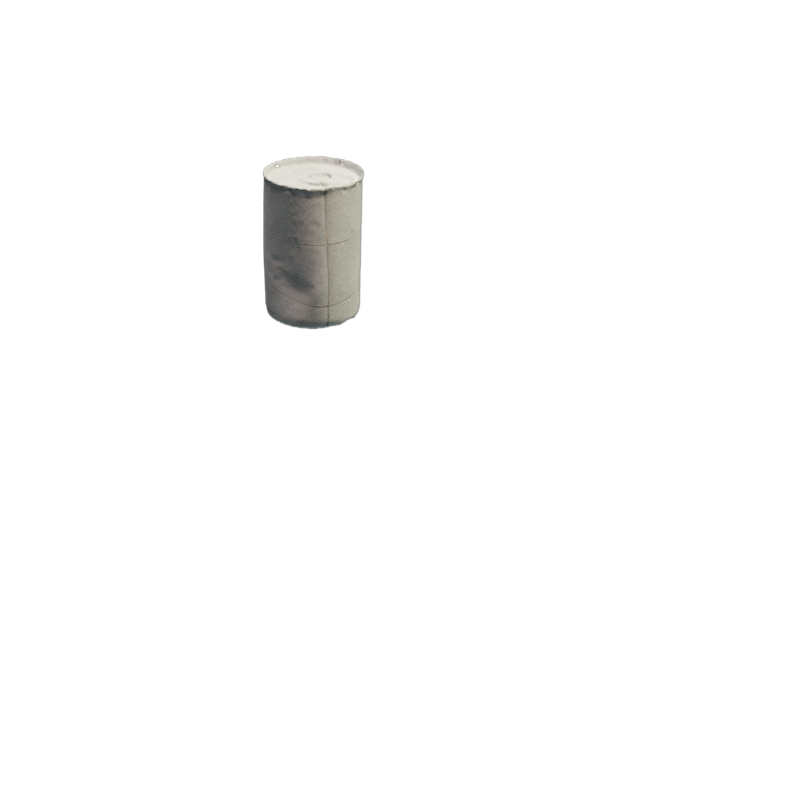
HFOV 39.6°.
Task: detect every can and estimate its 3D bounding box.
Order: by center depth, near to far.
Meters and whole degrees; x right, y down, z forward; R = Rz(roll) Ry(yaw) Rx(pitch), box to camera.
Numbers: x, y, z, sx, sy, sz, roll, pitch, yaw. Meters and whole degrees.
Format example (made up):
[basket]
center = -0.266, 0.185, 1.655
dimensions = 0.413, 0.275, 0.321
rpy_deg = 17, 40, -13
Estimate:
[can]
center = -0.059, -0.108, 0.758
dimensions = 0.068, 0.097, 0.072
rpy_deg = 0, 25, -2
